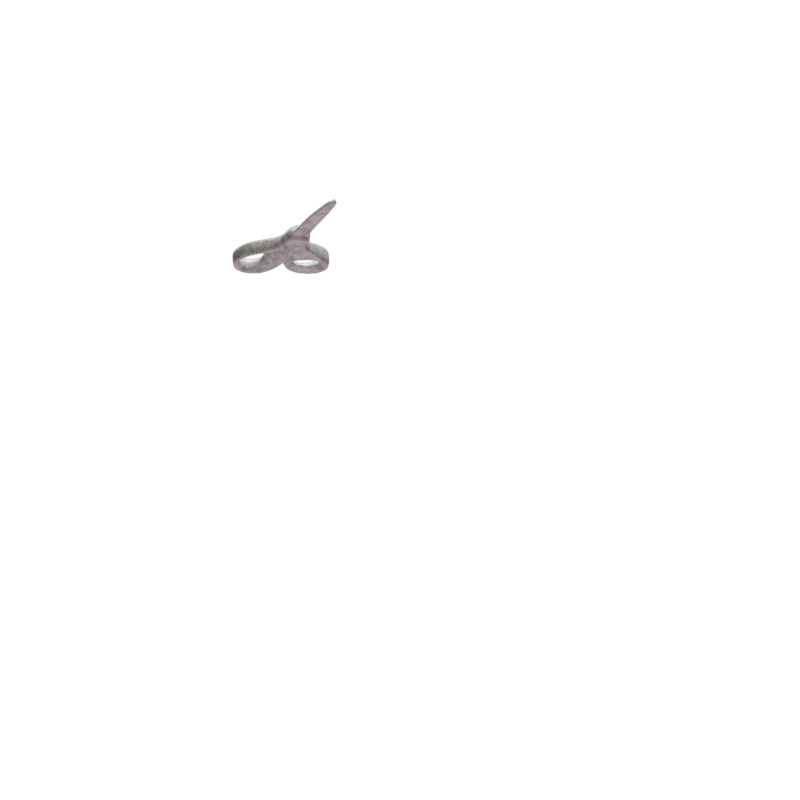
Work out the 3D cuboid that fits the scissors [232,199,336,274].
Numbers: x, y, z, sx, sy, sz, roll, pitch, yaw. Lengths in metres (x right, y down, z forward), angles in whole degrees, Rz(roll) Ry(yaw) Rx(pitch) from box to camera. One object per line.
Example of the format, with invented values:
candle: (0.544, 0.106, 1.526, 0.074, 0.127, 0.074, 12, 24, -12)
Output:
scissors: (-0.075, -0.137, 0.957, 0.092, 0.016, 0.204, 6, -11, -35)
